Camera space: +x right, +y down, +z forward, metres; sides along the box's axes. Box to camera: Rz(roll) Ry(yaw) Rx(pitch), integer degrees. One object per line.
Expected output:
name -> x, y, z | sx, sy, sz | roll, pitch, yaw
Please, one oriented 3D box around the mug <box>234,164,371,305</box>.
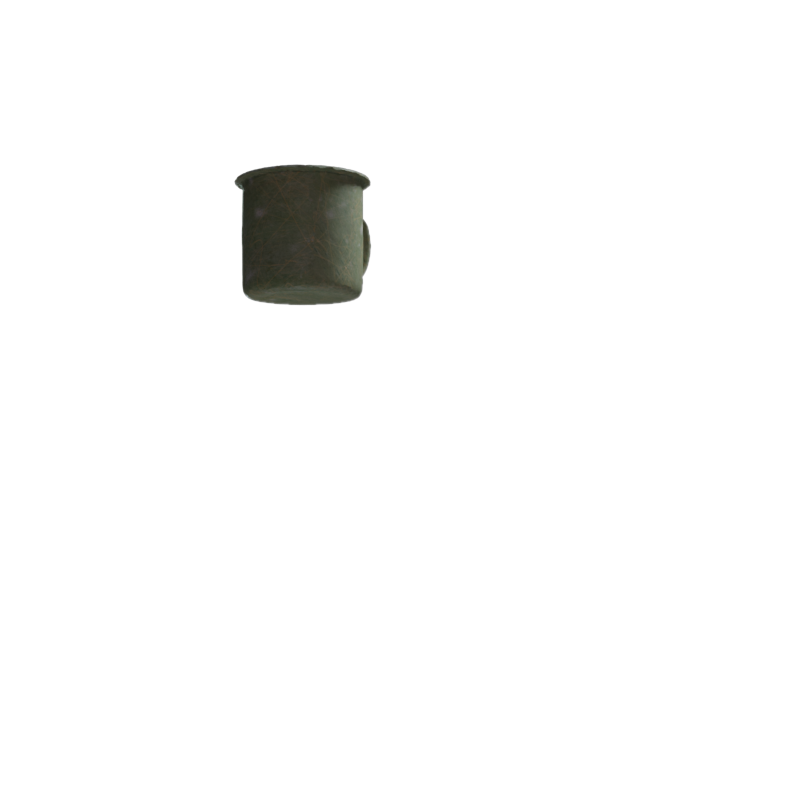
mug -> -0.060, -0.109, 0.762 | 0.096, 0.083, 0.111 | -4, -7, 34
